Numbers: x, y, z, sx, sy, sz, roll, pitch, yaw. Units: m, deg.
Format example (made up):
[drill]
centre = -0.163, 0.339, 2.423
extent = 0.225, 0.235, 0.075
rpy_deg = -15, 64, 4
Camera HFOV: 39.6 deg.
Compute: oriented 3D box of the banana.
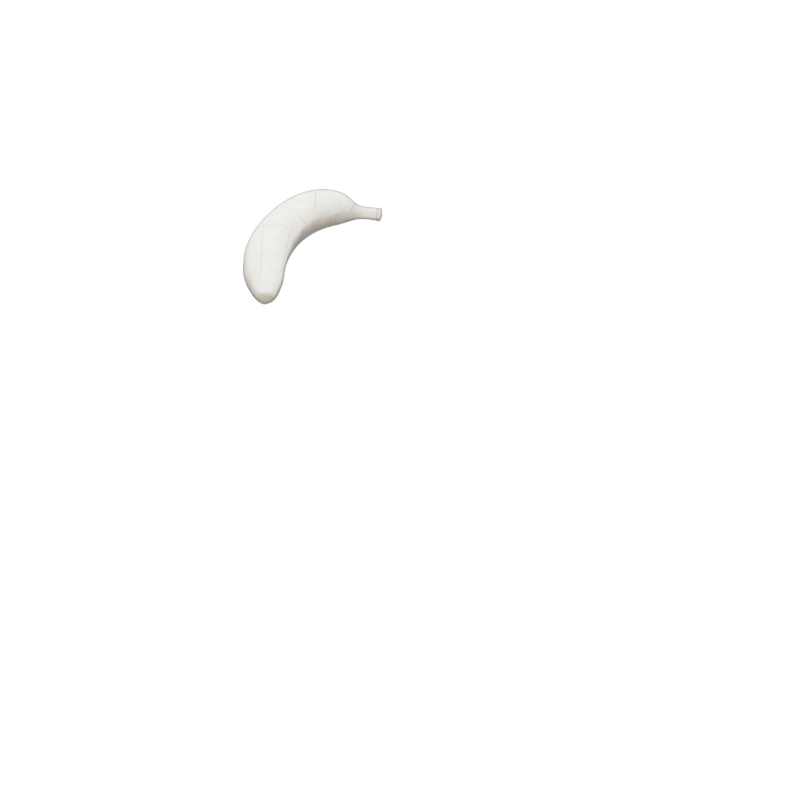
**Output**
[banana]
centre = -0.088, -0.141, 0.945
extent = 0.073, 0.034, 0.202
rpy_deg = 15, 36, 22
